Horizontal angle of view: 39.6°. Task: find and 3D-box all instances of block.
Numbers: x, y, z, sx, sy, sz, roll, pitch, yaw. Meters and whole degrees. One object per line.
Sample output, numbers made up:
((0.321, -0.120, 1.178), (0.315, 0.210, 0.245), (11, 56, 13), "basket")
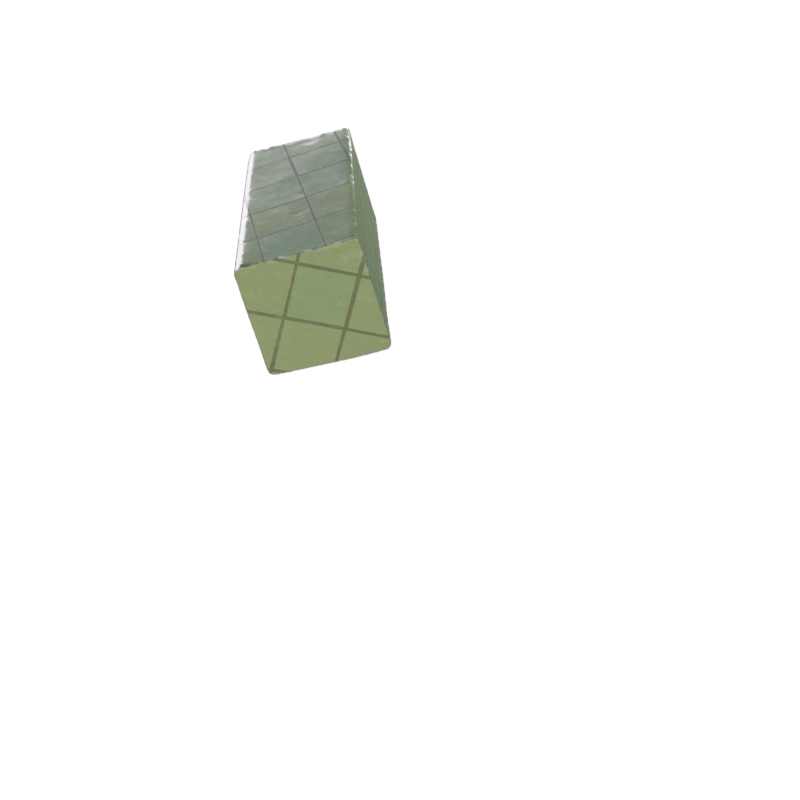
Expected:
((-0.066, -0.120, 0.841), (0.090, 0.085, 0.219), (-14, 32, 5), "block")
